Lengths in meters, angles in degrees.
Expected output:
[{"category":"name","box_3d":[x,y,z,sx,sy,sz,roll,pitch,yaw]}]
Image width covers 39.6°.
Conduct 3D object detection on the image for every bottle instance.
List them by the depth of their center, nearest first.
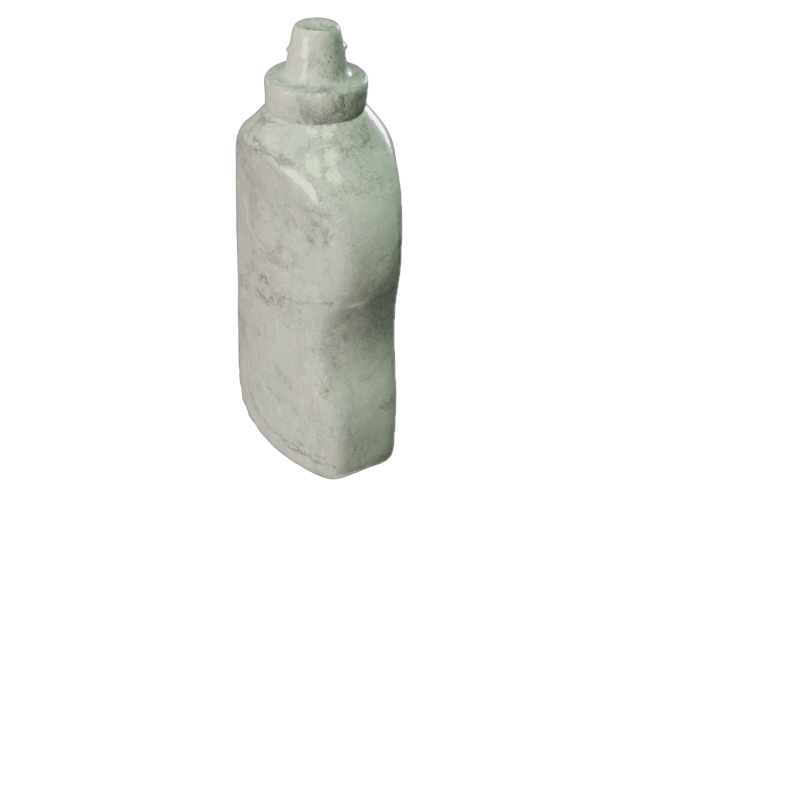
[{"category":"bottle","box_3d":[-0.036,-0.067,0.471,0.057,0.180,0.104,-15,37,-25]}]
